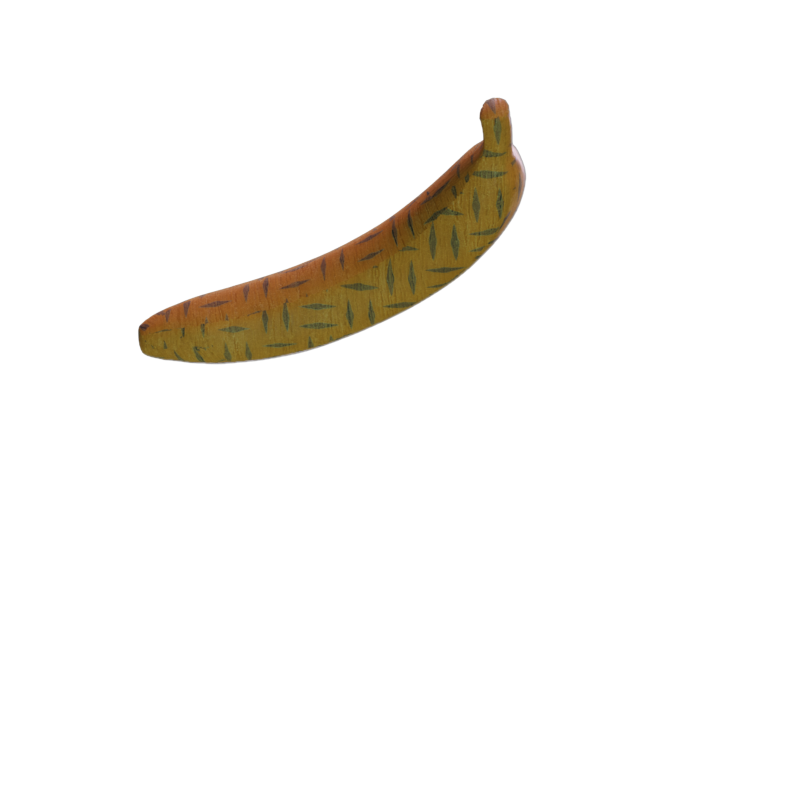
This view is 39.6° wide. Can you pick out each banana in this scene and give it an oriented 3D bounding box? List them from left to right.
[{"bbox_3d":[-0.021,-0.058,0.461,0.197,0.039,0.065,-29,-50,27],"label":"banana"}]
